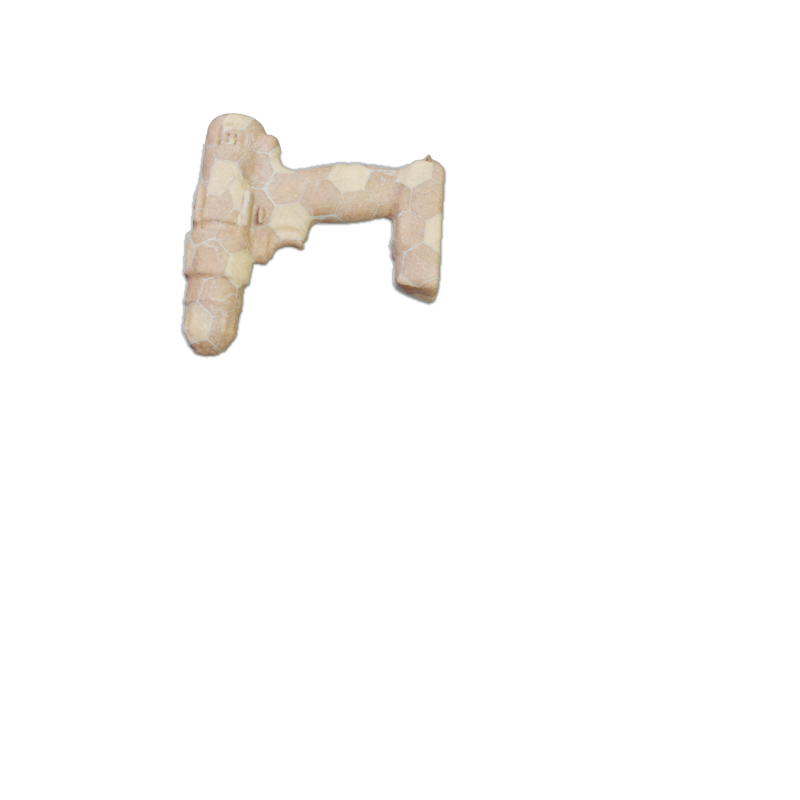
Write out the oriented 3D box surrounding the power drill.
[{"bbox_3d":[-0.064,-0.117,0.817,0.188,0.190,0.056,5,-13,1],"label":"power drill"}]
